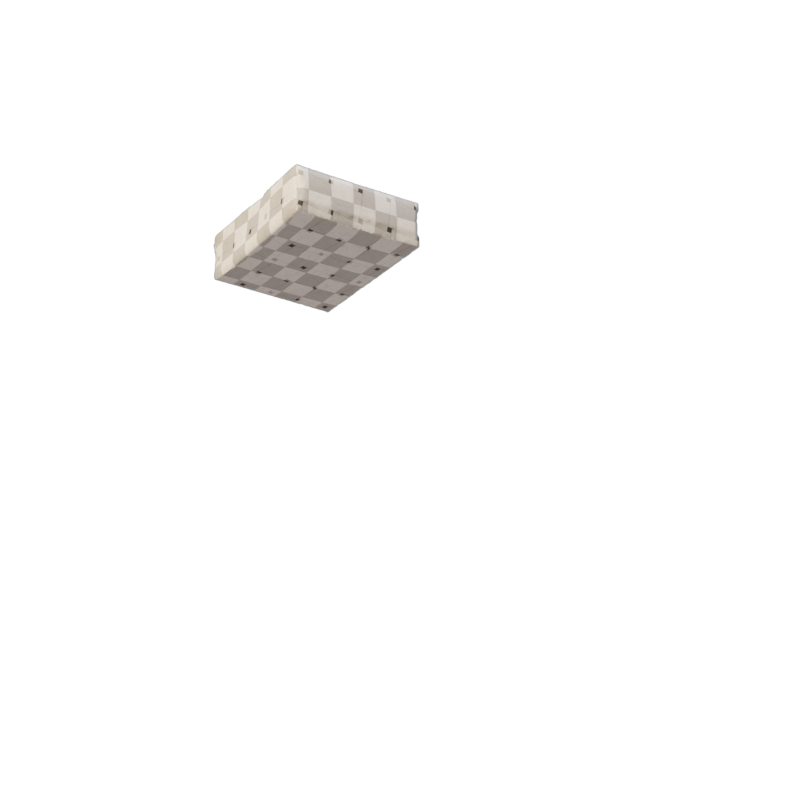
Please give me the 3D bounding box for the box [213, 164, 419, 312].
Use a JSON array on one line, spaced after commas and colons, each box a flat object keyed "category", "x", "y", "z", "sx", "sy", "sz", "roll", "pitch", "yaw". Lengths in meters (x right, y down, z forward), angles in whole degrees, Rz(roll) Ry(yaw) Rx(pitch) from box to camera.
[{"category": "box", "x": -0.045, "y": -0.082, "z": 0.573, "sx": 0.070, "sy": 0.032, "sz": 0.089, "roll": 14, "pitch": -27, "yaw": -31}]
